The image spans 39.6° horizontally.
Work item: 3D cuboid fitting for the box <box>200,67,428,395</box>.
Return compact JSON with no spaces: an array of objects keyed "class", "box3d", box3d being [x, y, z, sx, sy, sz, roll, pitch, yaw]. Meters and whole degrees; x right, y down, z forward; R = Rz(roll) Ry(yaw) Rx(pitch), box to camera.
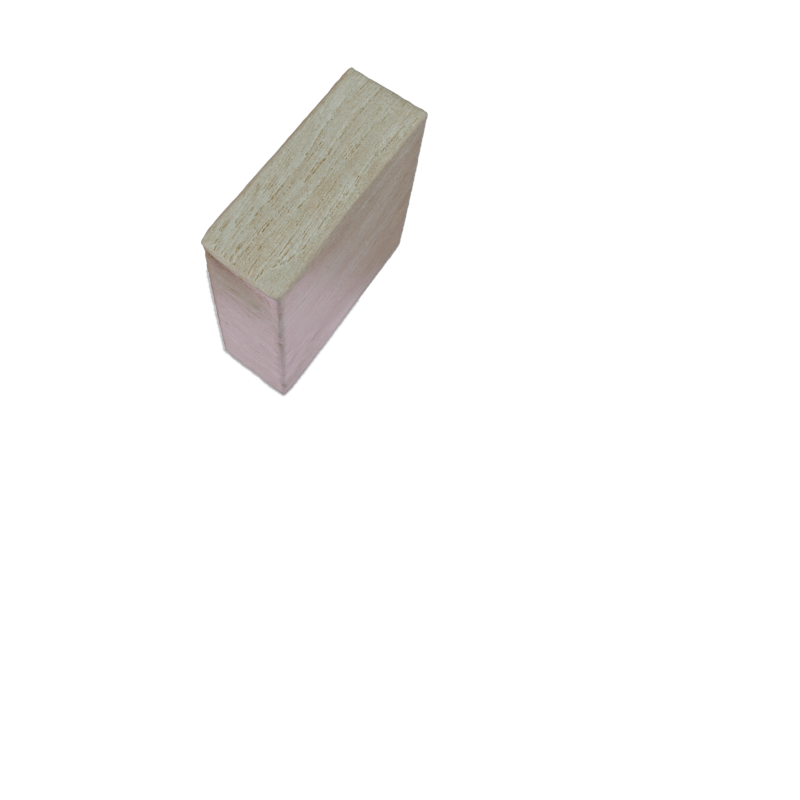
[{"class":"box","box3d":[-0.062,-0.113,0.794,0.074,0.167,0.204,34,-17,7]}]
